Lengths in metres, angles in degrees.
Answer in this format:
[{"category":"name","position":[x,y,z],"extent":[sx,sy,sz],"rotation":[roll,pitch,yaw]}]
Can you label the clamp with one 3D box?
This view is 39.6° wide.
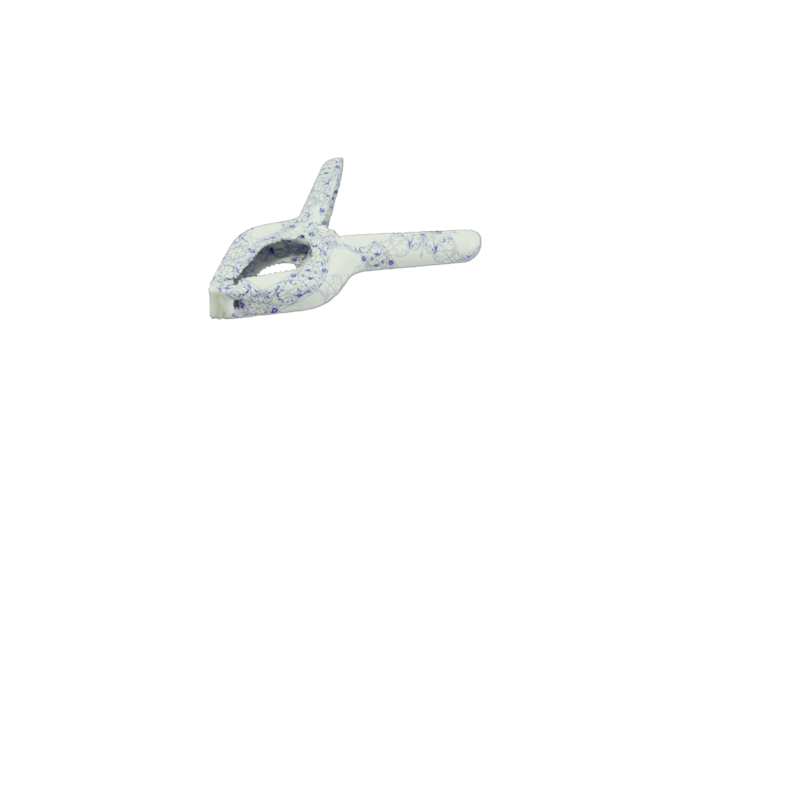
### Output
[{"category":"clamp","position":[-0.066,-0.121,0.849],"extent":[0.209,0.034,0.177],"rotation":[-26,46,-29]}]
